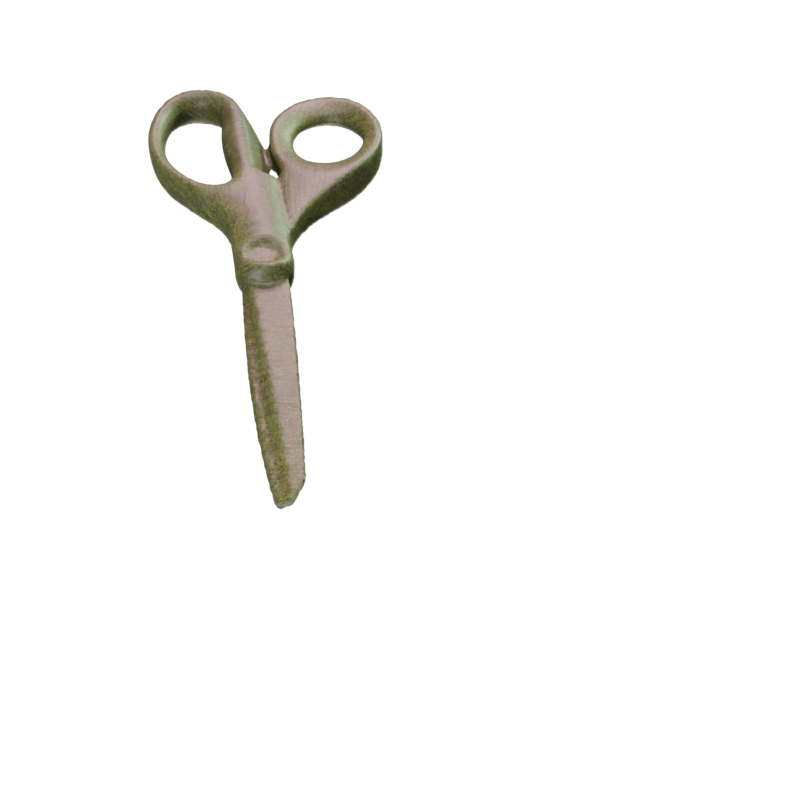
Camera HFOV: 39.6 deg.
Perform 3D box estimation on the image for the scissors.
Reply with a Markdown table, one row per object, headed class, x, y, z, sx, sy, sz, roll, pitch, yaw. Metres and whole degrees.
| class | x | y | z | sx | sy | sz | roll | pitch | yaw |
| --- | --- | --- | --- | --- | --- | --- | --- | --- | --- |
| scissors | -0.029 | -0.053 | 0.369 | 0.095 | 0.015 | 0.219 | -16 | 45 | -16 |
